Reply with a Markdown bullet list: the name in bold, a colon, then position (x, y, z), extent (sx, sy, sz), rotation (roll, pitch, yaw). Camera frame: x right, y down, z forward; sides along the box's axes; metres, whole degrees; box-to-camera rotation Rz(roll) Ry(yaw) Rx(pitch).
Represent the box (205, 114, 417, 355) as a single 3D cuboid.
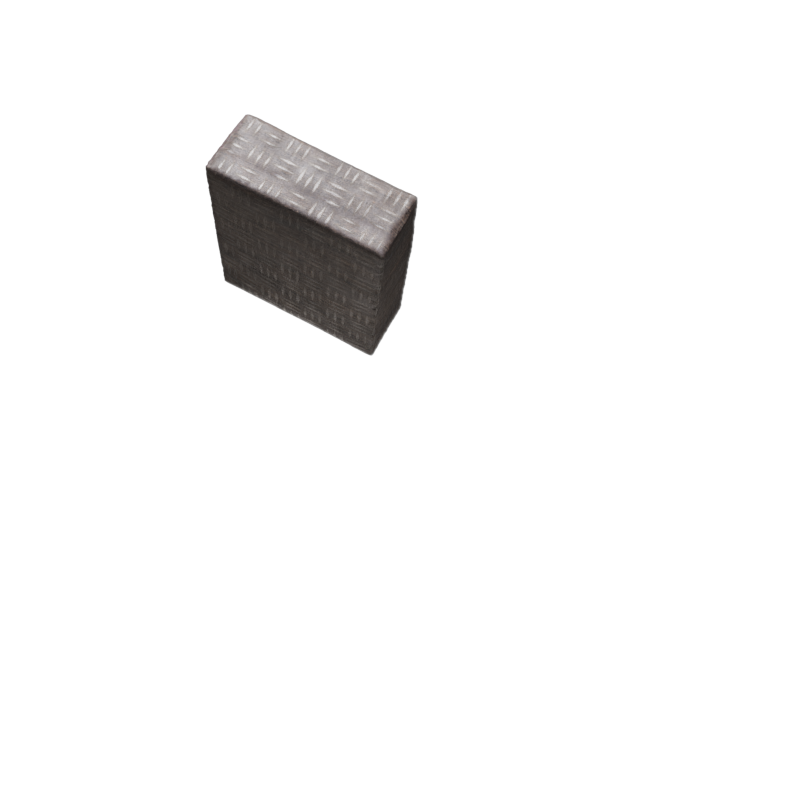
- **box**: position (-0.076, -0.138, 0.969), extent (0.169, 0.074, 0.203), rotation (29, -21, 9)
